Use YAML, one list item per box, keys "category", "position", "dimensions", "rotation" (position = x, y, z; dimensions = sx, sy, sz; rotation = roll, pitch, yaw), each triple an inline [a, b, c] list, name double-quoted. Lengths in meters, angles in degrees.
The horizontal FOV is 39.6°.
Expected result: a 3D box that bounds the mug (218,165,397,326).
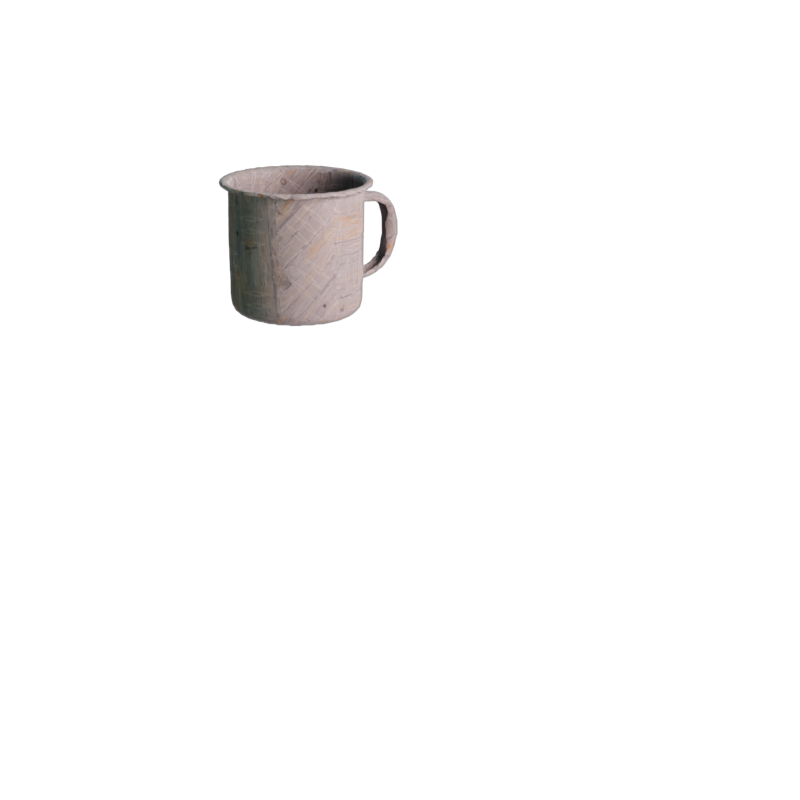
- category: "mug"
  position: [-0.053, -0.097, 0.682]
  dimensions: [0.114, 0.078, 0.099]
  rotation: [-12, 23, -31]
